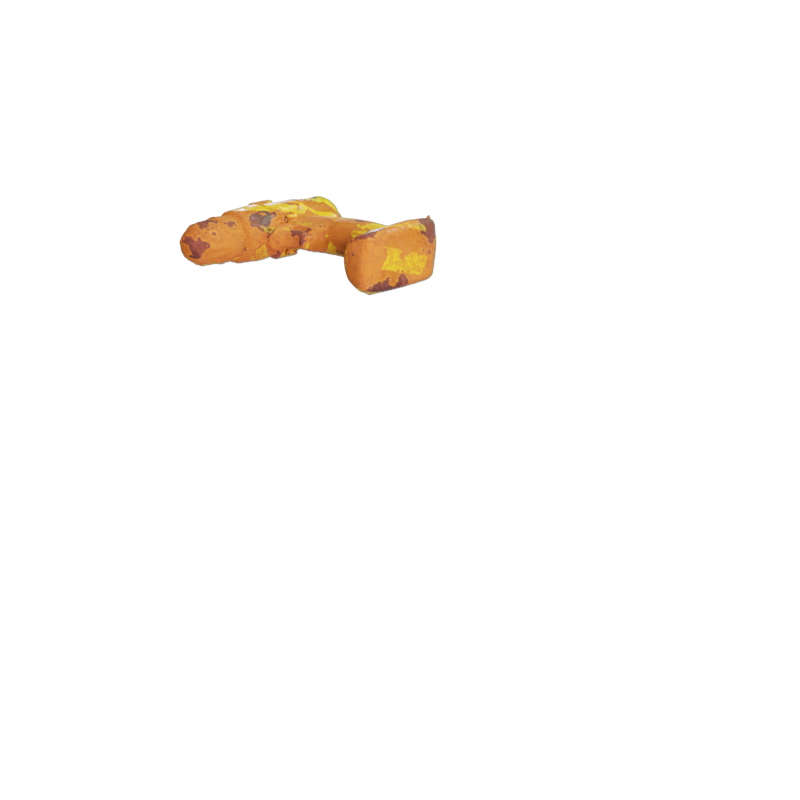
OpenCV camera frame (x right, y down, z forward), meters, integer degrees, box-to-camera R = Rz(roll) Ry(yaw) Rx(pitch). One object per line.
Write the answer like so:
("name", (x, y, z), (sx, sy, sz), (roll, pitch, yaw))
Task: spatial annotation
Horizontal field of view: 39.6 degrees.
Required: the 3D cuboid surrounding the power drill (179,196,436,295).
("power drill", (-0.078, -0.142, 0.991), (0.198, 0.055, 0.182), (19, 28, 38))
